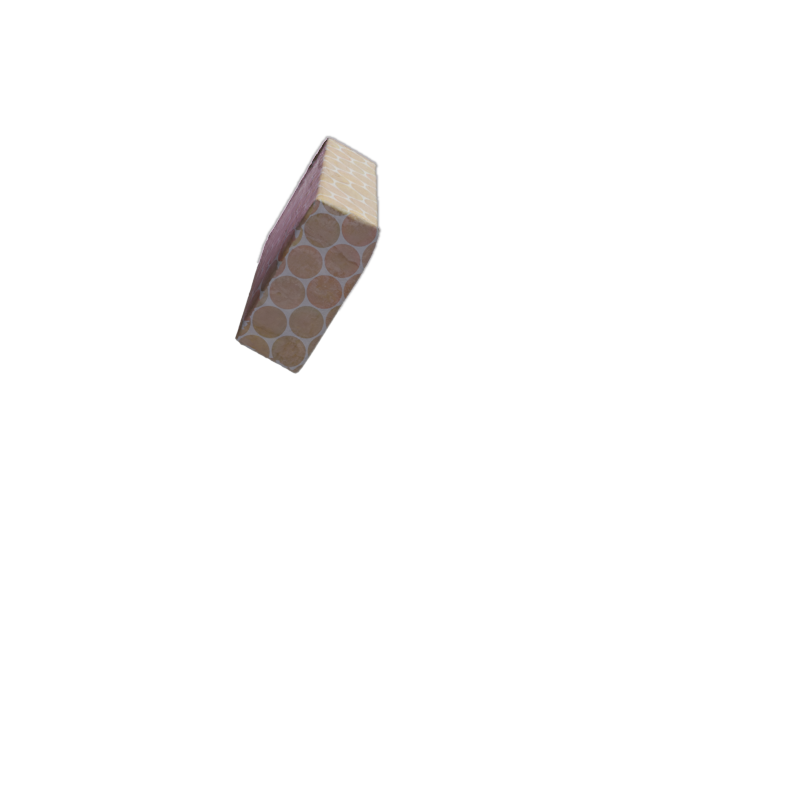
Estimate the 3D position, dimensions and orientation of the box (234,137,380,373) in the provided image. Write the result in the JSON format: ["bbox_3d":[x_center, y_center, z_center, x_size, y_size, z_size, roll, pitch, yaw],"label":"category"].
[{"bbox_3d":[-0.052,-0.094,0.661,0.047,0.091,0.185,28,18,-15],"label":"box"}]
